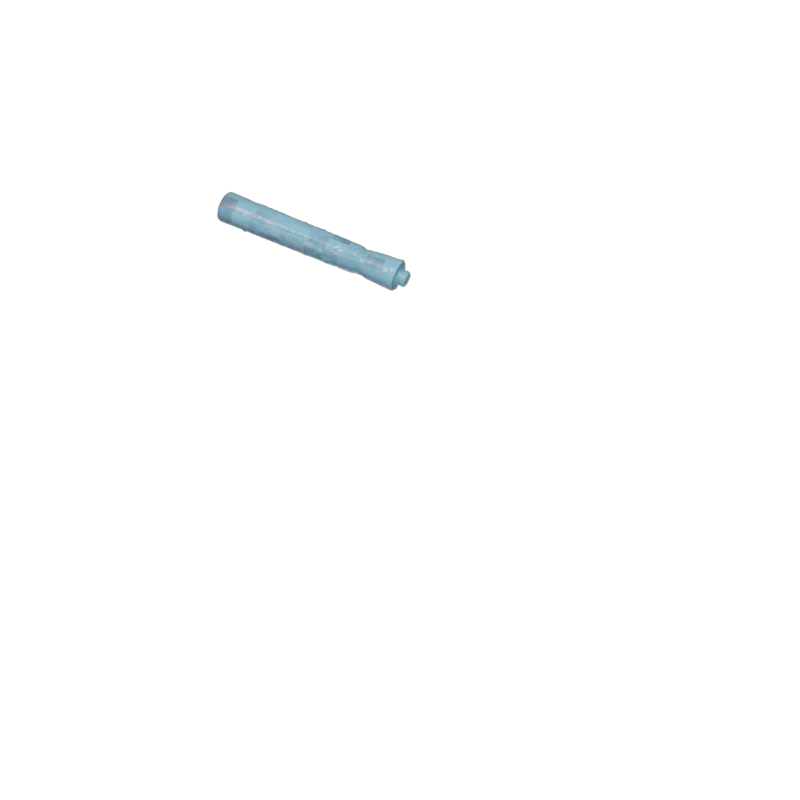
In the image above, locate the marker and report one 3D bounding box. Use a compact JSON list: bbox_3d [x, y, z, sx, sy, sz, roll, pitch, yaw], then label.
[{"bbox_3d":[-0.050,-0.092,0.644,0.126,0.019,0.019,24,11,18],"label":"marker"}]
